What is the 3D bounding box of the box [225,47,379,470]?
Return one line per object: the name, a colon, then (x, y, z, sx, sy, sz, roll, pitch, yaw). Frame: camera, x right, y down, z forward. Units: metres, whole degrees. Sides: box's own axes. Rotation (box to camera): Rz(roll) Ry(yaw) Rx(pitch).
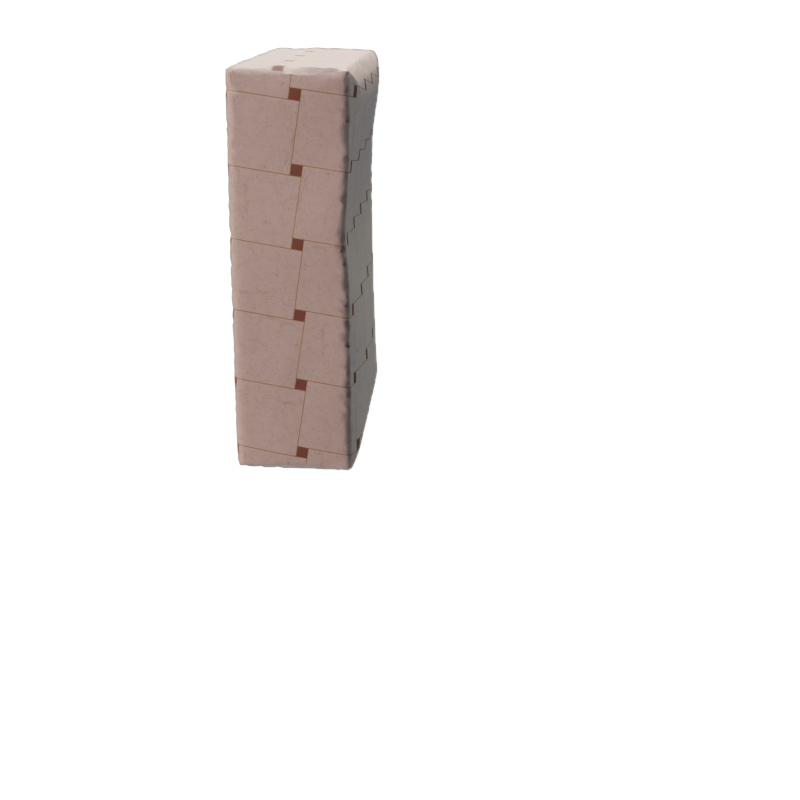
box: (-0.050, -0.092, 0.642, 0.072, 0.206, 0.169, 2, 17, 3)
